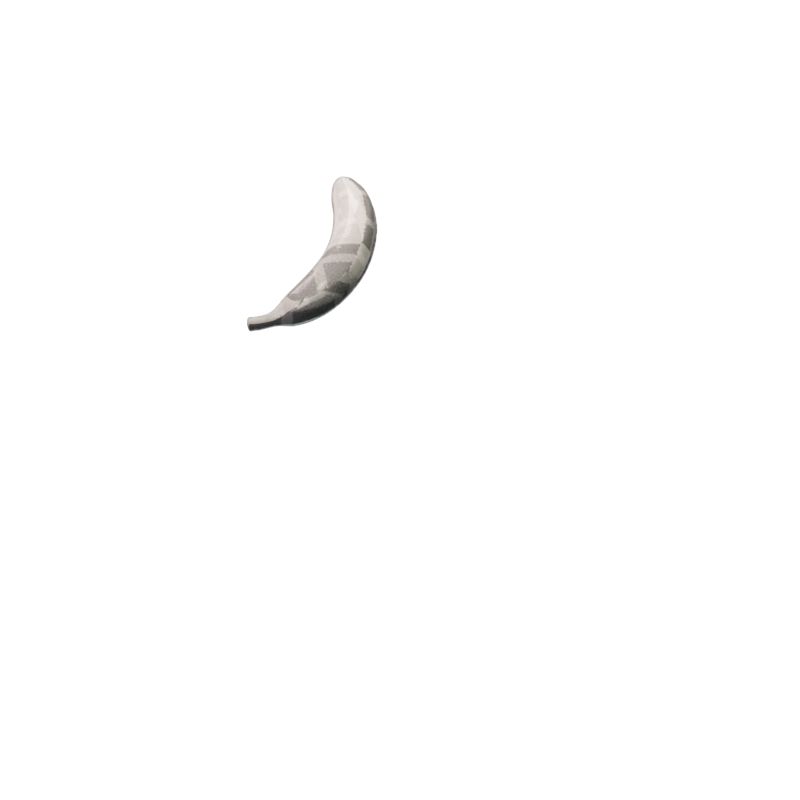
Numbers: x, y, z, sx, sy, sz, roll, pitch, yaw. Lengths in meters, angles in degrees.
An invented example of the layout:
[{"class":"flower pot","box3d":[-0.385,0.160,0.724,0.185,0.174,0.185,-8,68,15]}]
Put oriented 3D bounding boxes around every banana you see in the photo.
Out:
[{"class":"banana","box3d":[-0.056,-0.123,0.911,0.071,0.034,0.206,14,46,13]}]
